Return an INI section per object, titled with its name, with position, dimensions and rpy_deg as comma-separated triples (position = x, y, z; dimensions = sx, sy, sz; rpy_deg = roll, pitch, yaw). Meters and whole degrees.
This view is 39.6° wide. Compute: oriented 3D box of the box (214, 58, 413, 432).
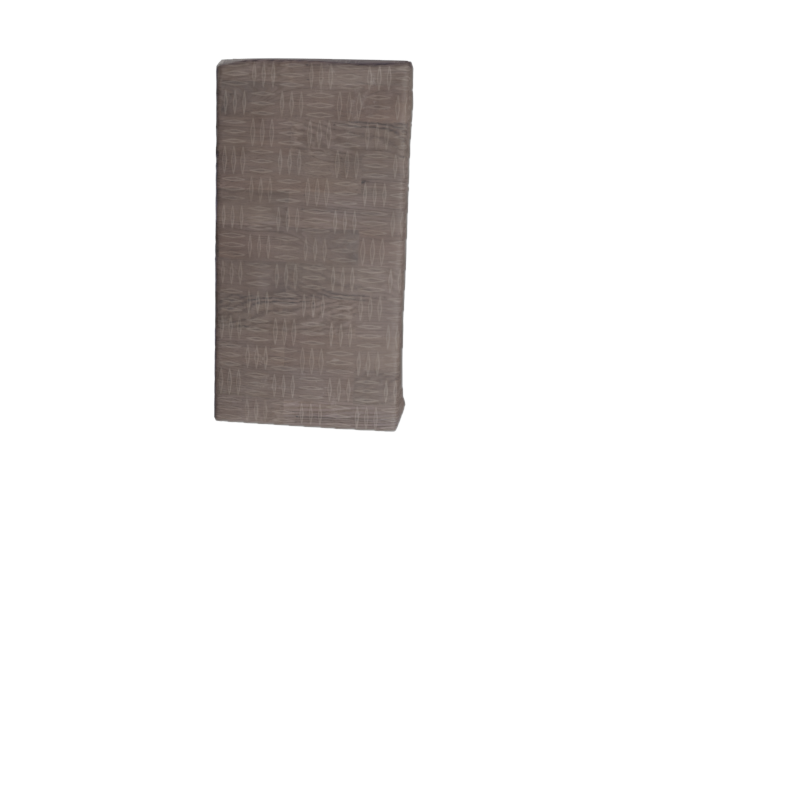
[box]
position = -0.042, -0.077, 0.540
dimensions = 0.094, 0.171, 0.049
rpy_deg = 2, 12, 7
